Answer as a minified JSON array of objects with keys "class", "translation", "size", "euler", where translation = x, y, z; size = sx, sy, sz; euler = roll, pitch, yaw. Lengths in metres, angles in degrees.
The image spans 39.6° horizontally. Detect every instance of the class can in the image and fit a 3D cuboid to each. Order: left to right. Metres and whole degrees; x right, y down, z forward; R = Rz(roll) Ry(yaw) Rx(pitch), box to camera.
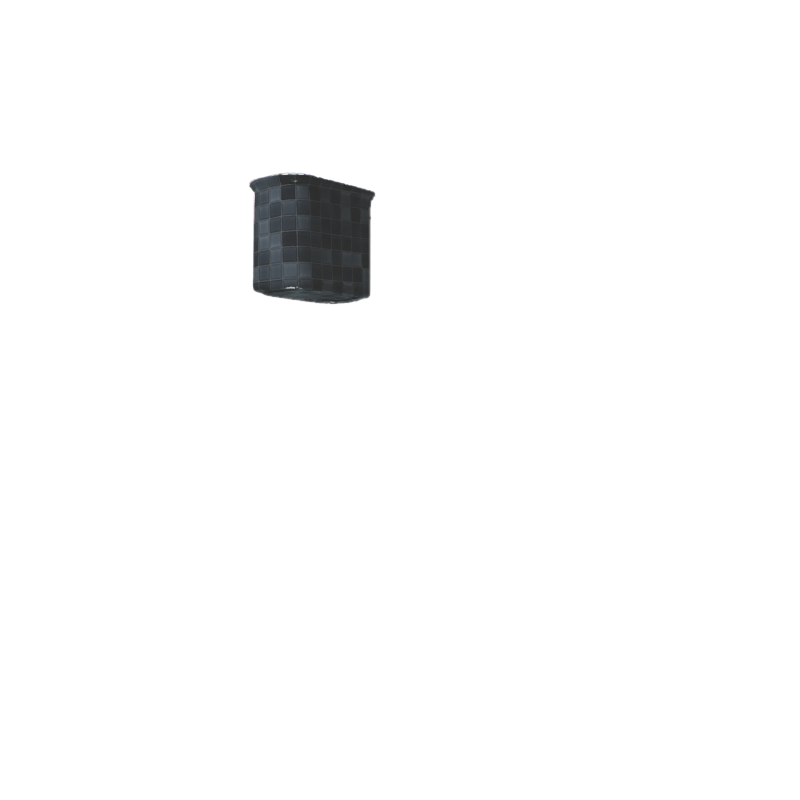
[{"class":"can","translation":[-0.065,-0.119,0.835],"size":[0.059,0.086,0.097],"euler":[-7,-8,40]}]
